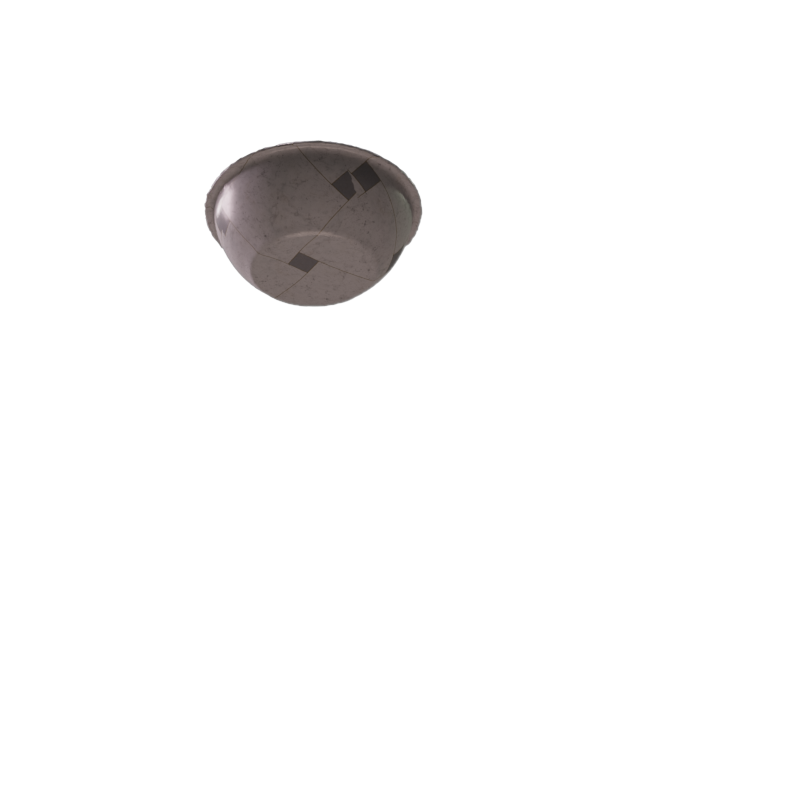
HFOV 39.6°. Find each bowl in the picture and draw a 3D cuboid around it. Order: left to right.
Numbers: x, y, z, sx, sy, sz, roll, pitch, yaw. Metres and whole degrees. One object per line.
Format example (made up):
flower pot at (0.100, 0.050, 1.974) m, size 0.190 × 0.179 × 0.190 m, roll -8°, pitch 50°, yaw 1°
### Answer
bowl at (-0.063, -0.116, 0.810) m, size 0.162 × 0.059 × 0.152 m, roll 1°, pitch -32°, yaw -2°
